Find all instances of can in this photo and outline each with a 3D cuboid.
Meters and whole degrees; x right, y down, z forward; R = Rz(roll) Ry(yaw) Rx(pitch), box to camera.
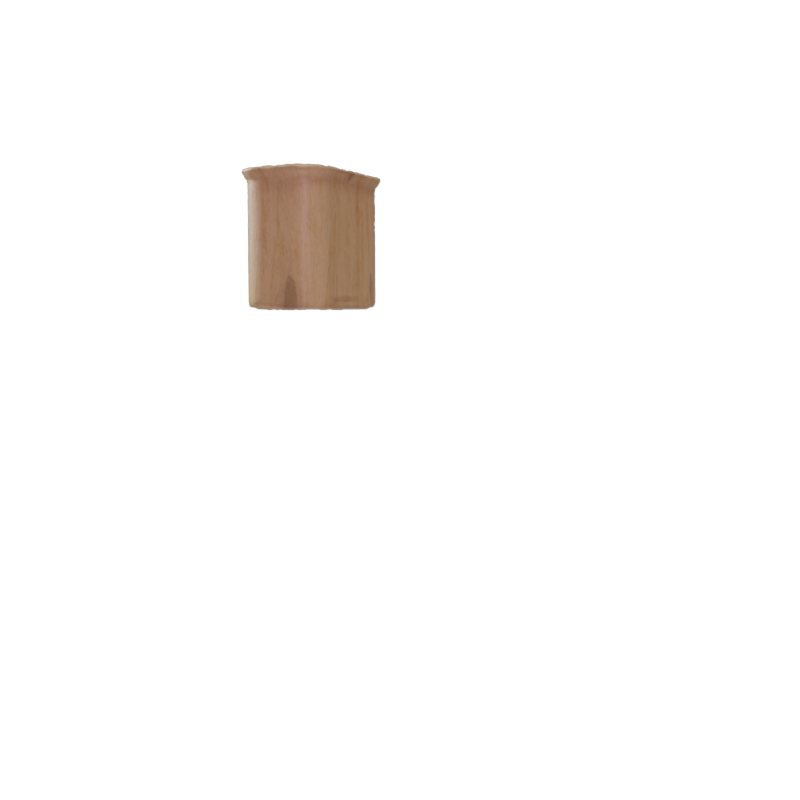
[{"bbox_3d":[-0.053,-0.097,0.680,0.059,0.084,0.099,-1,1,25],"label":"can"}]
